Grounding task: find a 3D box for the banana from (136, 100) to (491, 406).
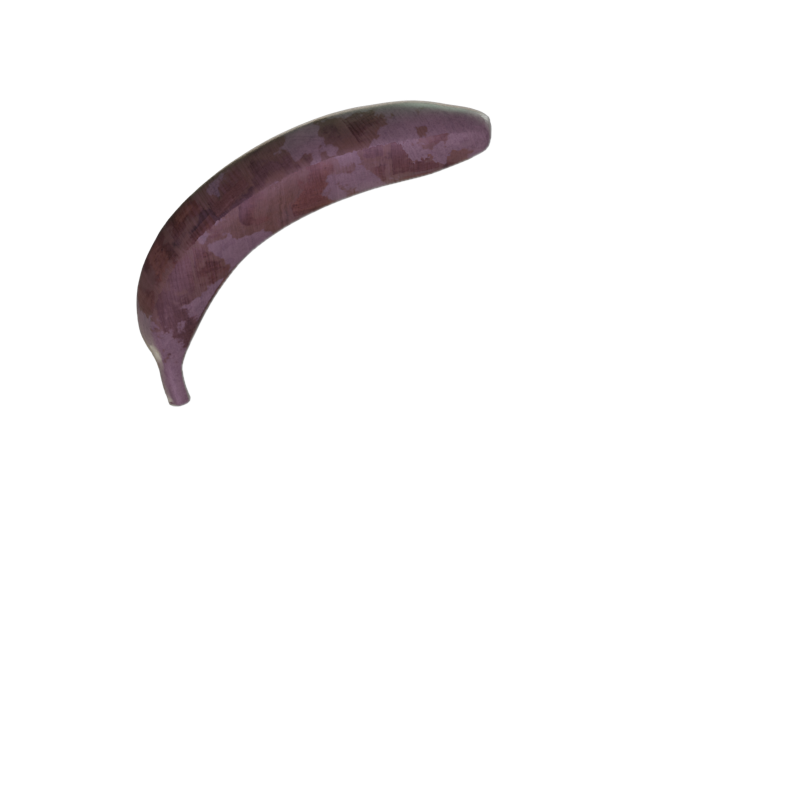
[{"bbox_3d":[-0.054,-0.080,0.491,0.196,0.066,0.039,-38,24,18],"label":"banana"}]
